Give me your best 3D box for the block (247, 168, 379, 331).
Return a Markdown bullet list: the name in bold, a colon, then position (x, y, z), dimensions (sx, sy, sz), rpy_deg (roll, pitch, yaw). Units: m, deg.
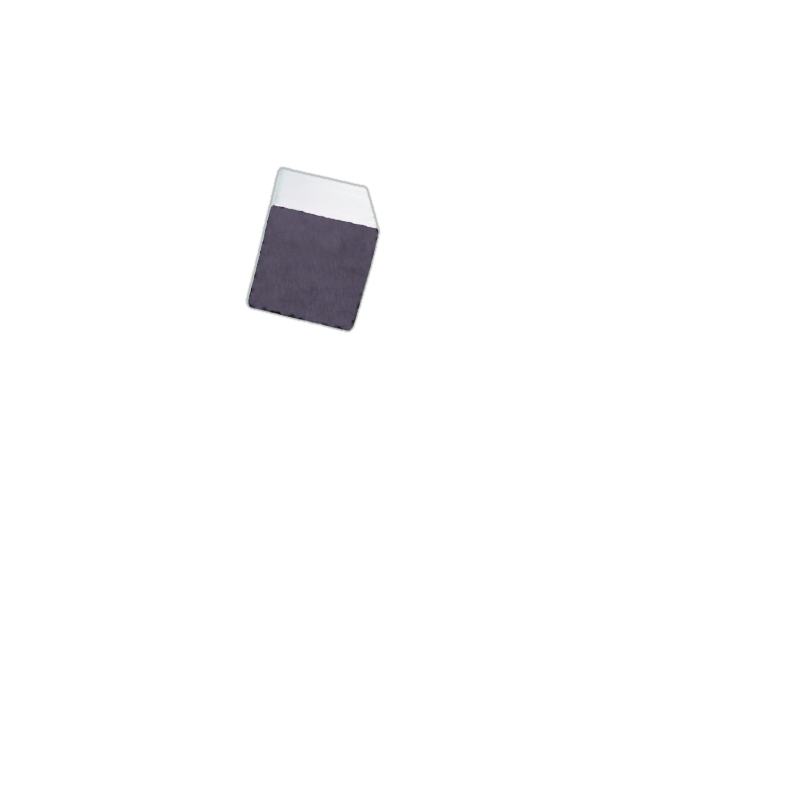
- **block**: position (-0.077, -0.139, 0.981), dimensions (0.090, 0.088, 0.214), rpy_deg (13, 17, -8)
